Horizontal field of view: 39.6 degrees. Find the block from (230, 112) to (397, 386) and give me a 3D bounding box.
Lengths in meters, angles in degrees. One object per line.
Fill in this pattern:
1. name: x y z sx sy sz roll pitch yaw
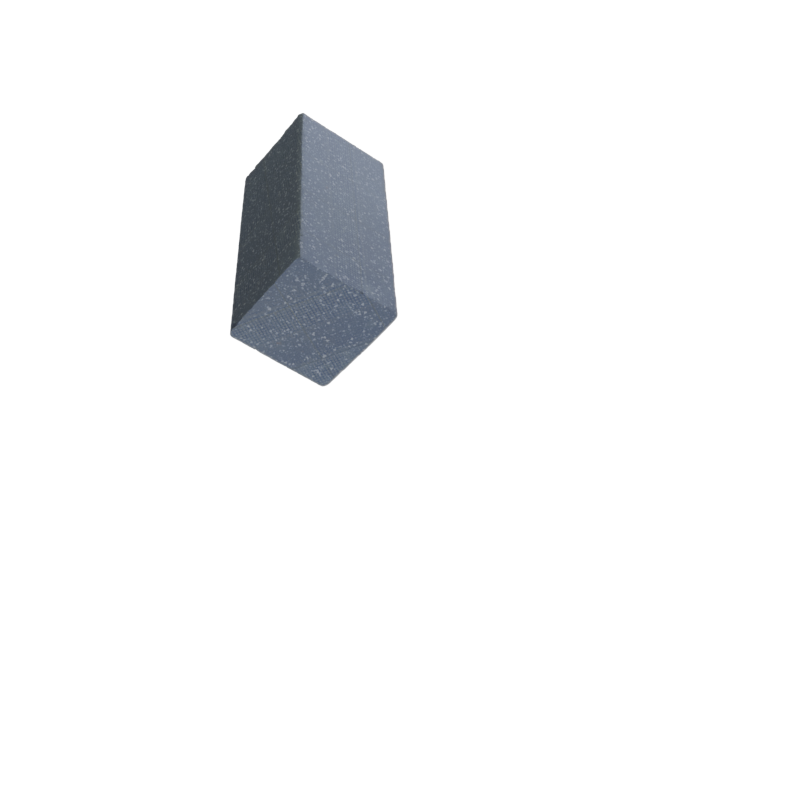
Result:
1. block: -0.069 -0.124 0.875 0.086 0.221 0.088 29 -57 -25
